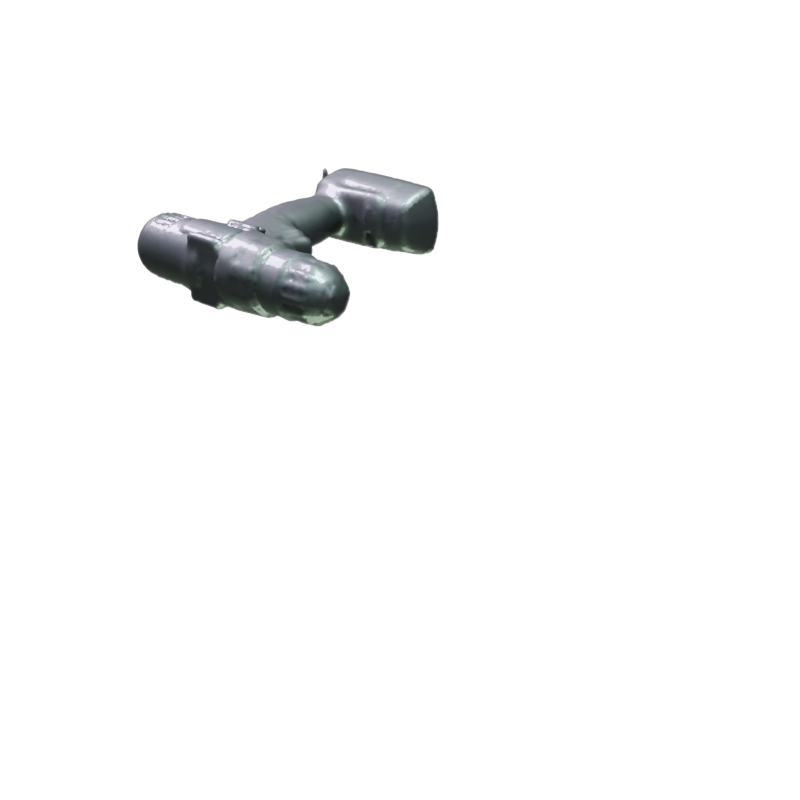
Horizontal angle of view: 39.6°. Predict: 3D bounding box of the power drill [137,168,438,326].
[{"bbox_3d":[-0.060,-0.109,0.766,0.196,0.055,0.185,22,32,39],"label":"power drill"}]
